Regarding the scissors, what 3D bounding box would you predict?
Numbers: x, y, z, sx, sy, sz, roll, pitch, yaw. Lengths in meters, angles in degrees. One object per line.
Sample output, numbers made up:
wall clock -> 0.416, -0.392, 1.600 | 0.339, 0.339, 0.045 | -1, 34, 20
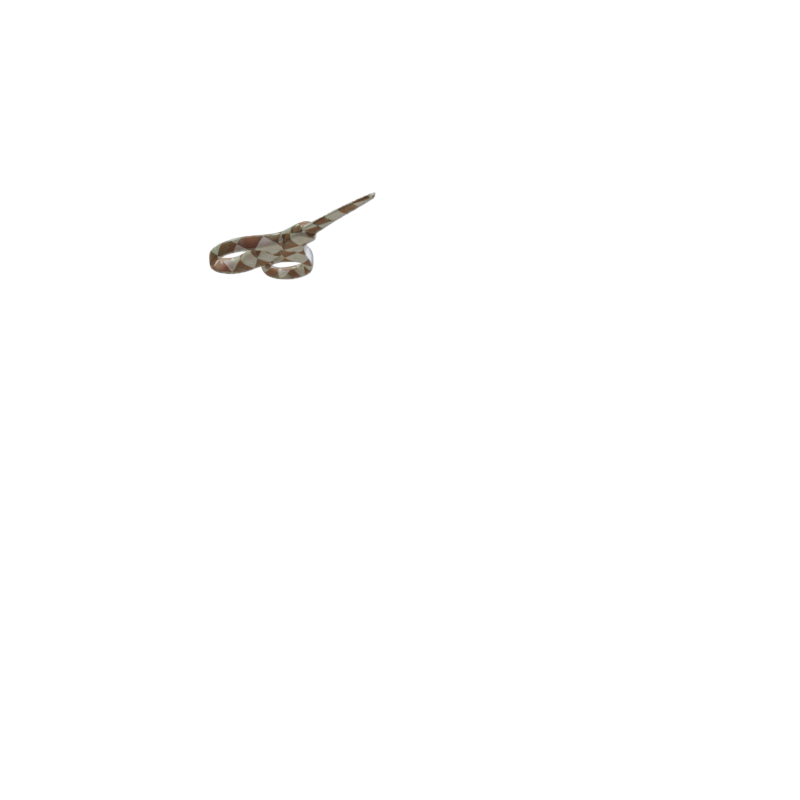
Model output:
scissors -> -0.070, -0.128, 0.895 | 0.206, 0.016, 0.091 | -10, -16, 39
